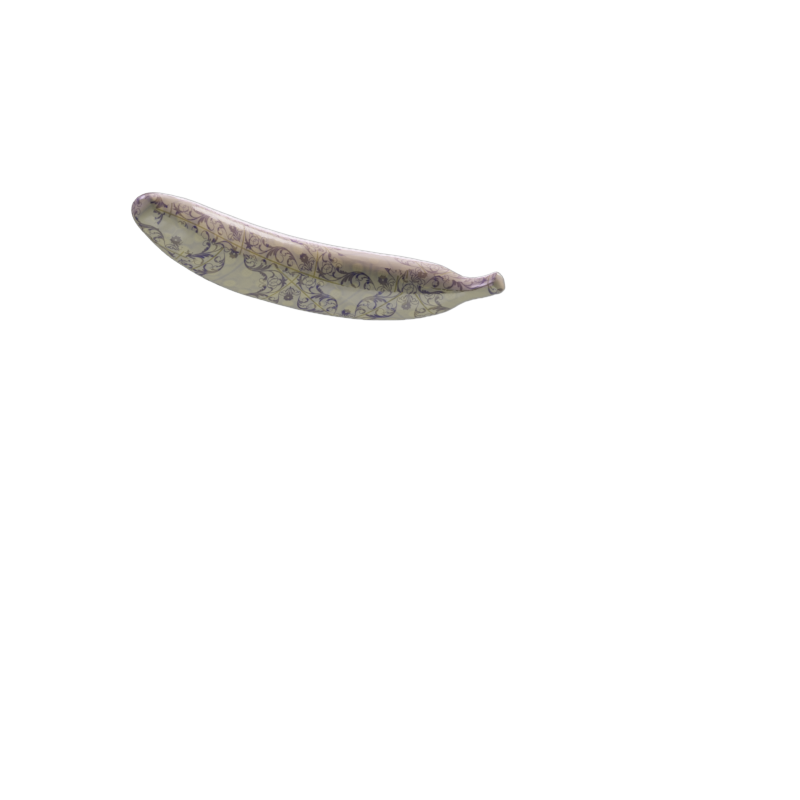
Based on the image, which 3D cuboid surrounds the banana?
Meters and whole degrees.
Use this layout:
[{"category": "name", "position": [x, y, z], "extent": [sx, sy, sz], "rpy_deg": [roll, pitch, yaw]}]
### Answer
[{"category": "banana", "position": [-0.048, -0.073, 0.584], "extent": [0.192, 0.039, 0.067], "rpy_deg": [9, -29, -17]}]
